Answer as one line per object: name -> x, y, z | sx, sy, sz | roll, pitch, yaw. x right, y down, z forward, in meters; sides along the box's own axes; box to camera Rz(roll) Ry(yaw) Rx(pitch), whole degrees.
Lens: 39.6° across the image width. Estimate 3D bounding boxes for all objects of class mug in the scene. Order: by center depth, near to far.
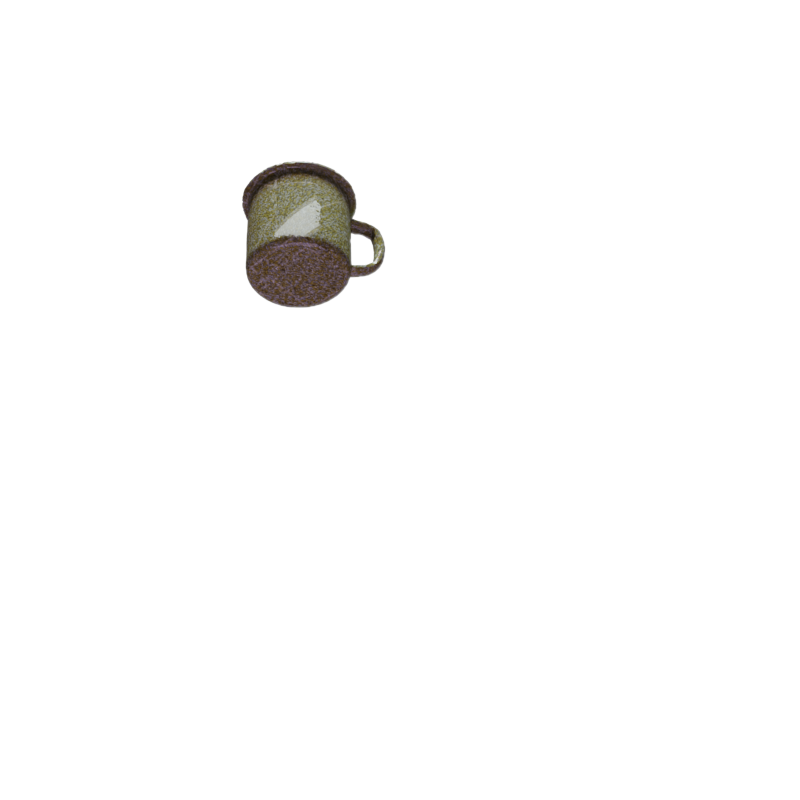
mug -> -0.069, -0.125, 0.877 | 0.114, 0.087, 0.089 | 11, -41, -15
